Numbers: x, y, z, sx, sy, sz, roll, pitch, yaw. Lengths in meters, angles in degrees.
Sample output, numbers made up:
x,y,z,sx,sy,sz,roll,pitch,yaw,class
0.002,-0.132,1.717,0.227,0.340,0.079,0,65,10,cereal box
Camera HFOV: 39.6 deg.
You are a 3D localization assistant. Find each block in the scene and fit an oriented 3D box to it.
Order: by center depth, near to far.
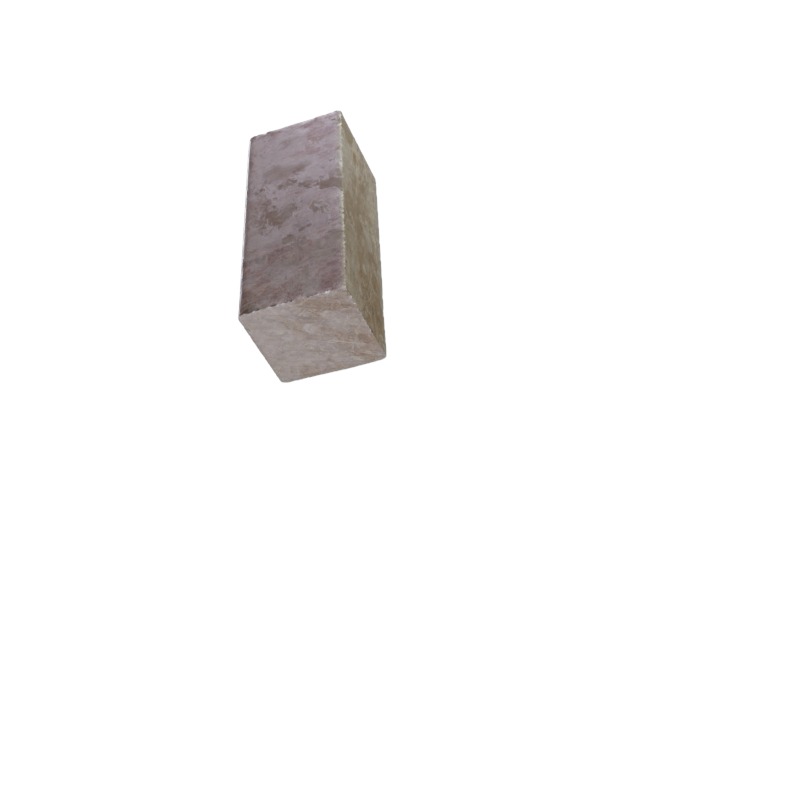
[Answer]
x,y,z,sx,sy,sz,roll,pitch,yaw,class
-0.072,-0.129,0.909,0.091,0.221,0.084,-15,-42,14,block
